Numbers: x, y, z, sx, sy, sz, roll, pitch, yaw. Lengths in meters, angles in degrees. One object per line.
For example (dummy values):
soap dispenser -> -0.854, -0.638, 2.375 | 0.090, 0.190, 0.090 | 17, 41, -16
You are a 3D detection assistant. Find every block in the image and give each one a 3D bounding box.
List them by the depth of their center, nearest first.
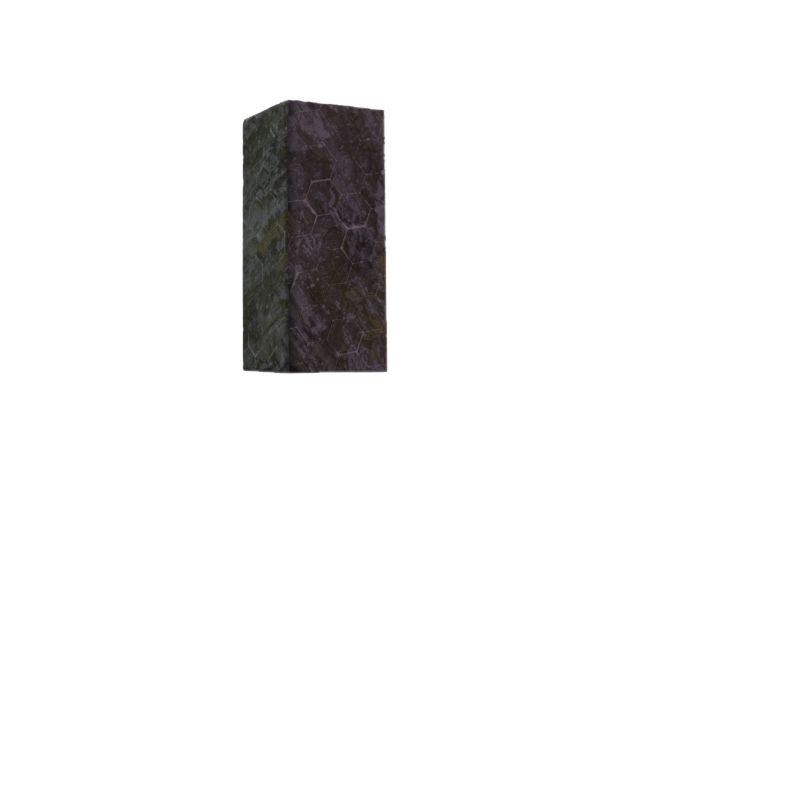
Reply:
block -> -0.070, -0.127, 0.886 | 0.087, 0.209, 0.093 | 2, -4, -29
